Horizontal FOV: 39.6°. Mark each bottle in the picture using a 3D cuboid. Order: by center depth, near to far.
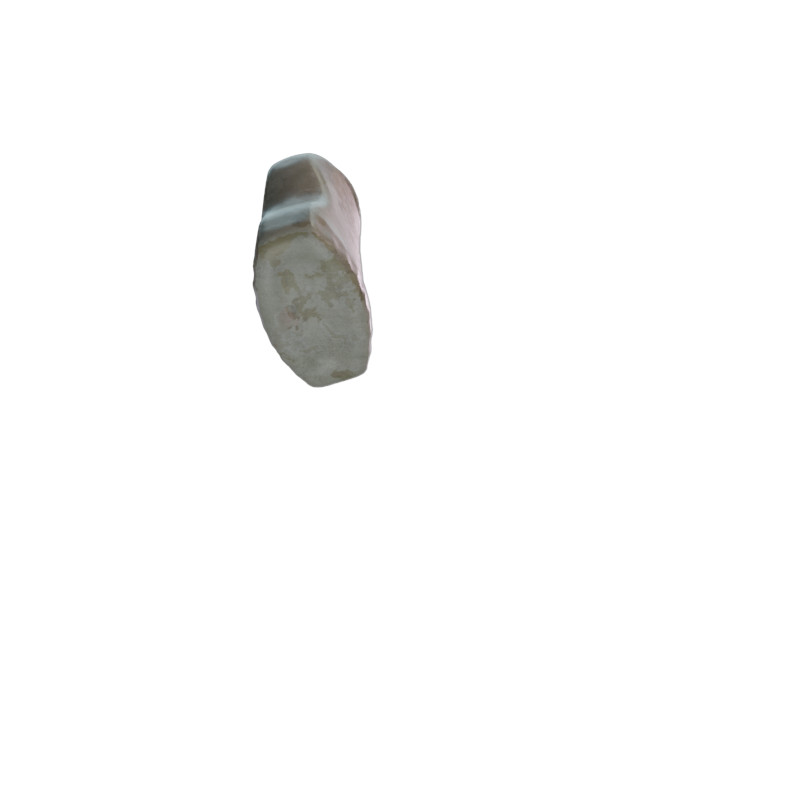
[{"bbox_3d":[-0.052,-0.095,0.666,0.058,0.090,0.203,-19,29,6],"label":"bottle"}]
